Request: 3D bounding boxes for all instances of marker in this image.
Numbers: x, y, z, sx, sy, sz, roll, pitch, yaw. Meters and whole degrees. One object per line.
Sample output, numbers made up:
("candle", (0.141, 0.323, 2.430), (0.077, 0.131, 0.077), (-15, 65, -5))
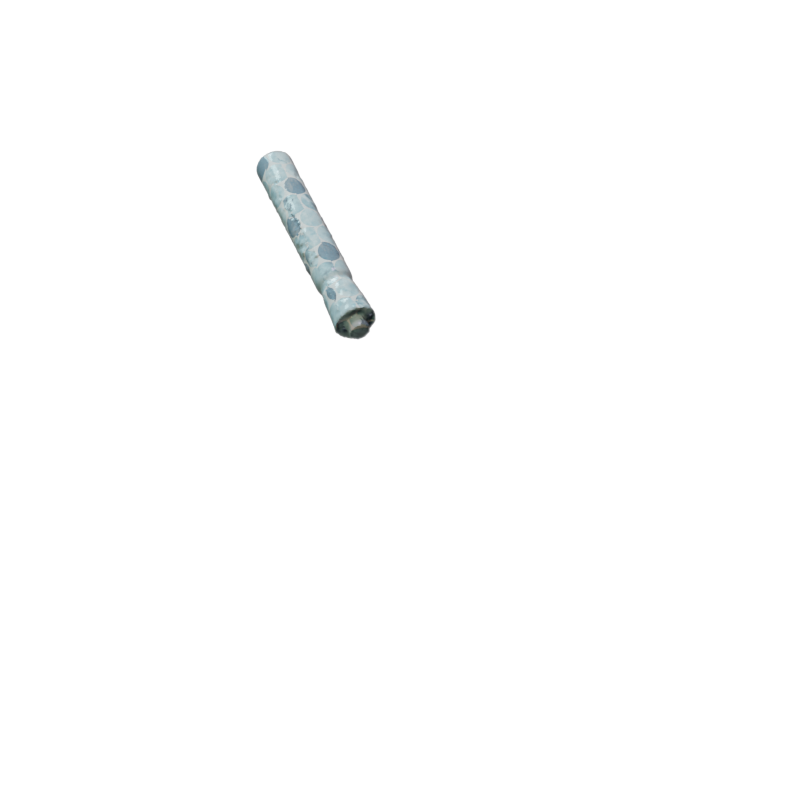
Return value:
("marker", (-0.040, -0.073, 0.514), (0.019, 0.019, 0.131), (-2, 44, -27))
